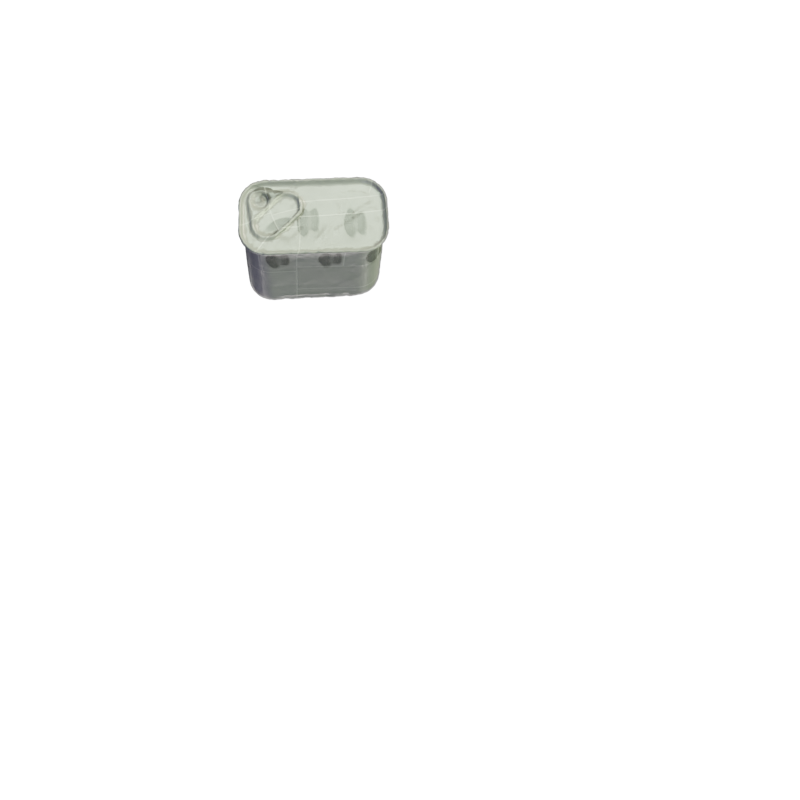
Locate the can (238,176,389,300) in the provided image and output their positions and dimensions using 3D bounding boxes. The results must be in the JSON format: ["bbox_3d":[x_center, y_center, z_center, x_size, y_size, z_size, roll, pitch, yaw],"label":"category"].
[{"bbox_3d":[-0.062,-0.112,0.787,0.102,0.061,0.080,-2,-21,-3],"label":"can"}]
